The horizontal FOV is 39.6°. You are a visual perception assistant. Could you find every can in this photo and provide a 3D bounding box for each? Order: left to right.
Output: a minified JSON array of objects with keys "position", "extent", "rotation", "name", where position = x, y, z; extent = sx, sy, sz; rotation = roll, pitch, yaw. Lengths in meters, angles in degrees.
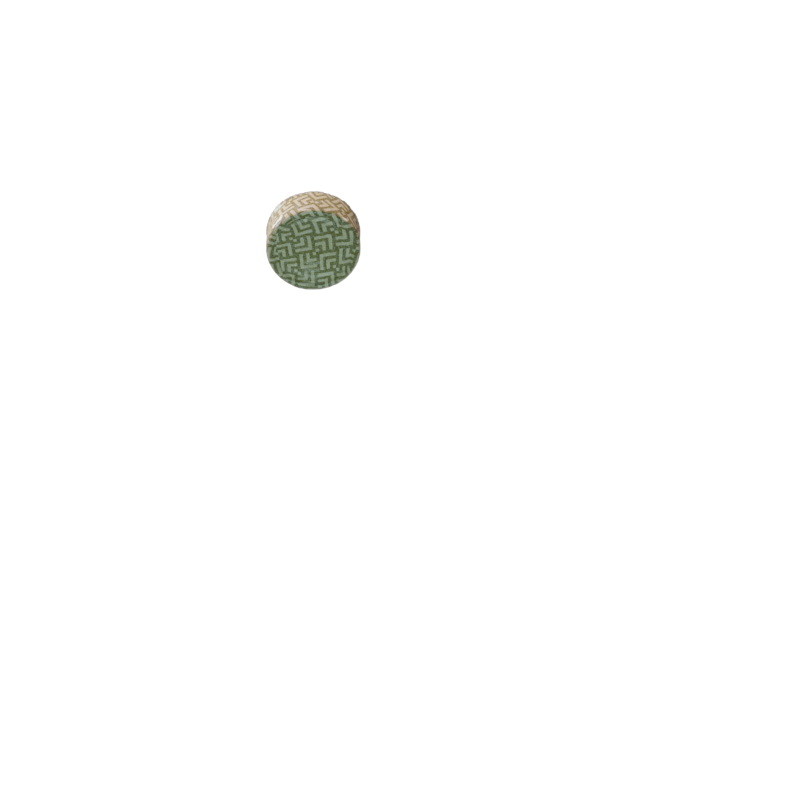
[{"position":[-0.078,-0.142,0.995],"extent":[0.086,0.081,0.036],"rotation":[1,34,-1],"name":"can"}]
